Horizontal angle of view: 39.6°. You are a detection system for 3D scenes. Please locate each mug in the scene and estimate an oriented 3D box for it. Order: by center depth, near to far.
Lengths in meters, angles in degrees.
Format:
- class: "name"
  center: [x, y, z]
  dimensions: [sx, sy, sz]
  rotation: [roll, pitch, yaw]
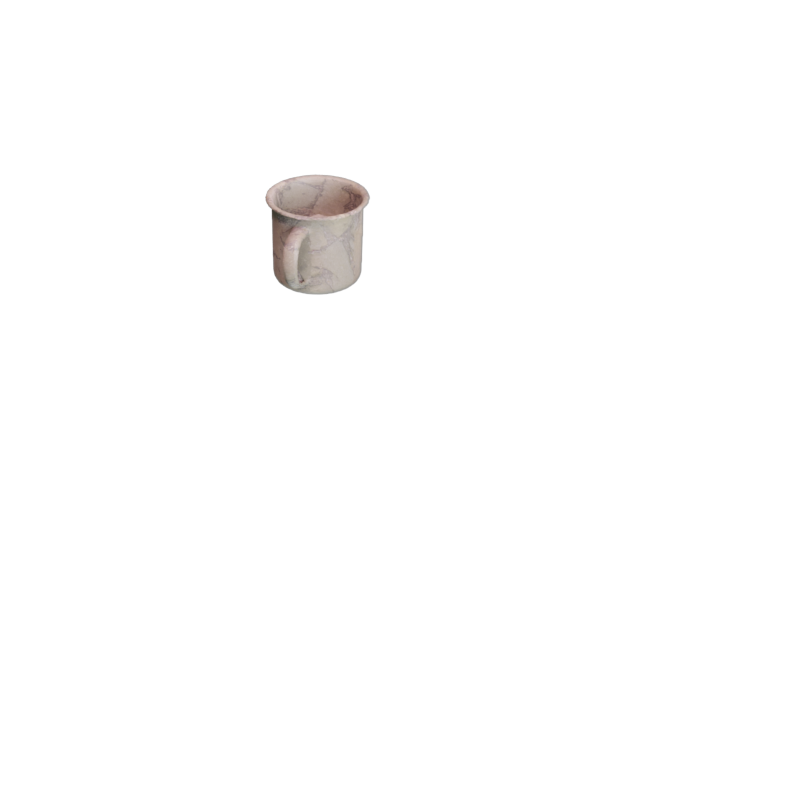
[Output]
- class: "mug"
  center: [-0.078, -0.142, 0.994]
  dimensions: [0.095, 0.077, 0.122]
  rotation: [9, 33, 12]
